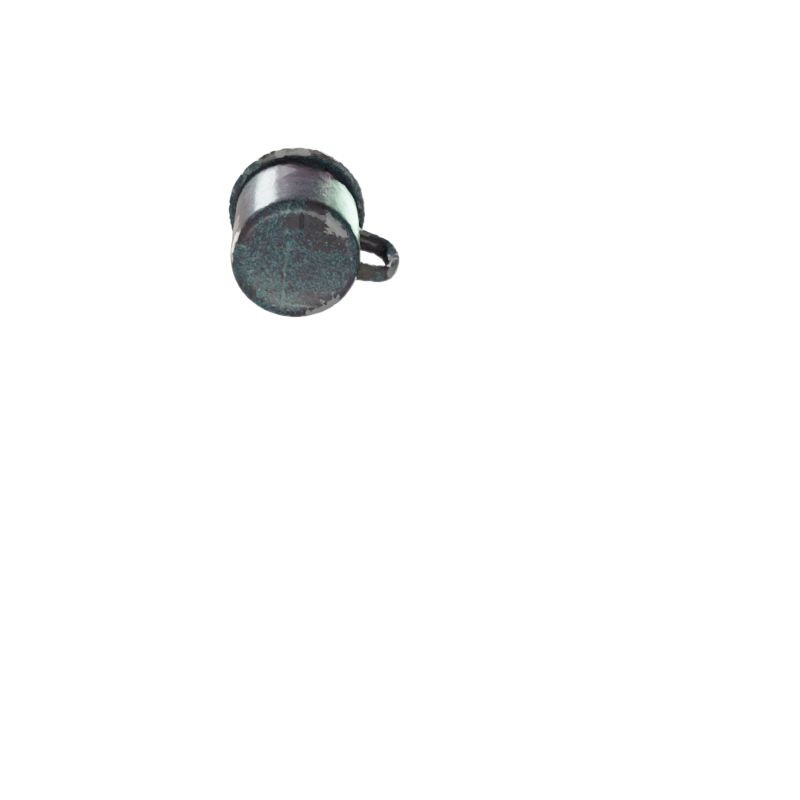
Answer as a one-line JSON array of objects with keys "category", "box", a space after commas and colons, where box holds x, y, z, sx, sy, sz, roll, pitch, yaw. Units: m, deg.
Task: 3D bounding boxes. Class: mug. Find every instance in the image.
[{"category": "mug", "box": [-0.057, -0.103, 0.722, 0.115, 0.090, 0.086, 19, 27, -11]}]
